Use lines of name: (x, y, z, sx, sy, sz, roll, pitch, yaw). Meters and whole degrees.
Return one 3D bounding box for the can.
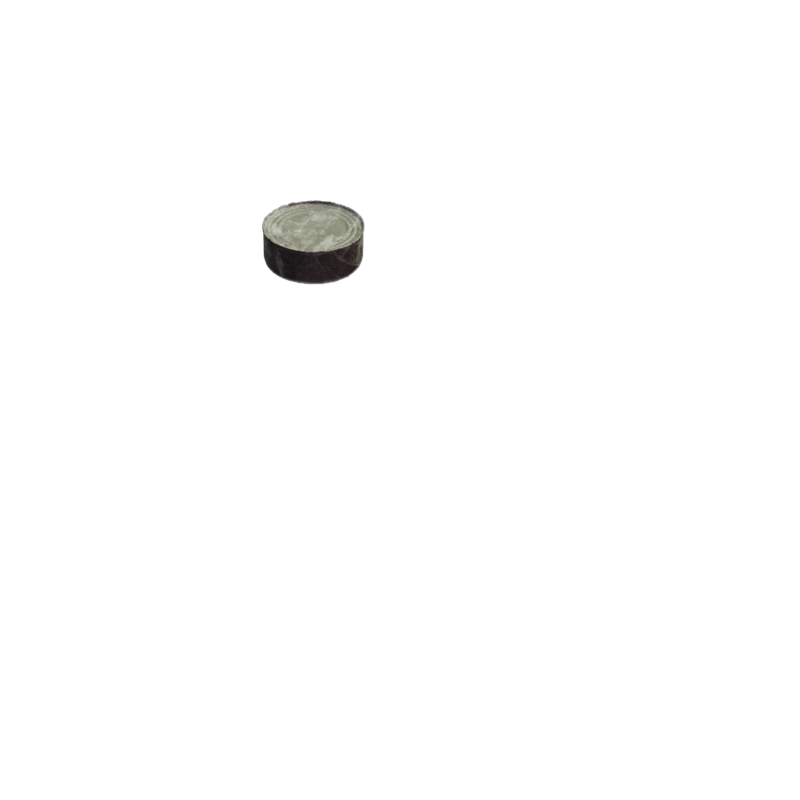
can: (-0.073, -0.133, 0.932, 0.086, 0.031, 0.092, -1, 36, -2)
